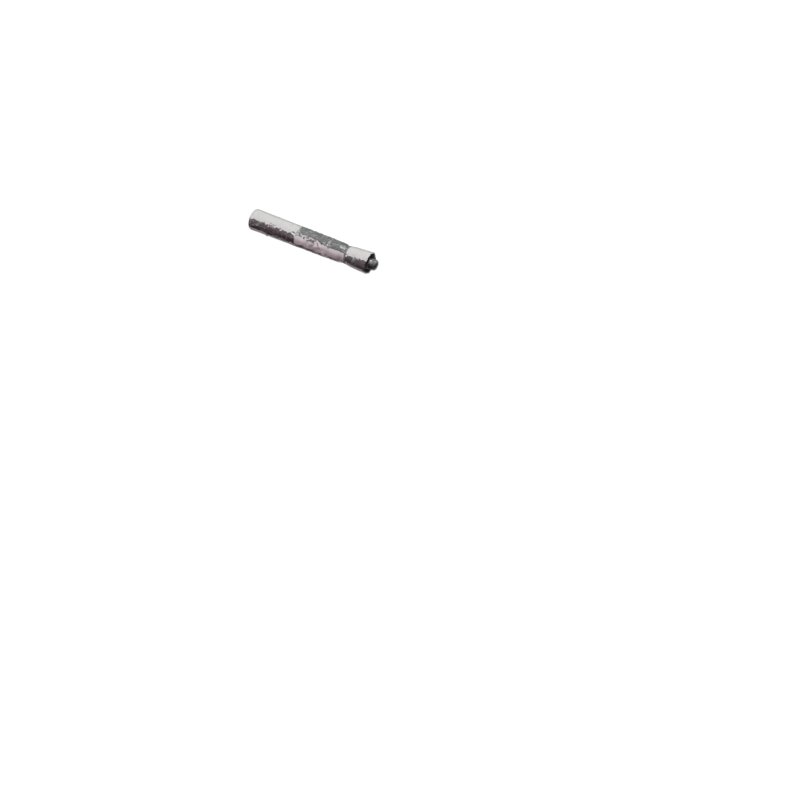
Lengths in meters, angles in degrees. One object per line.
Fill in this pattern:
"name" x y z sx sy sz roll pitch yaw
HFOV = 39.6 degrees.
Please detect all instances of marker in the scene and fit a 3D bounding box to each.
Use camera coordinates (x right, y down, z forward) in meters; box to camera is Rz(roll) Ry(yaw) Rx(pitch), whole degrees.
"marker" -0.072 -0.132 0.924 0.127 0.019 0.019 24 13 24
